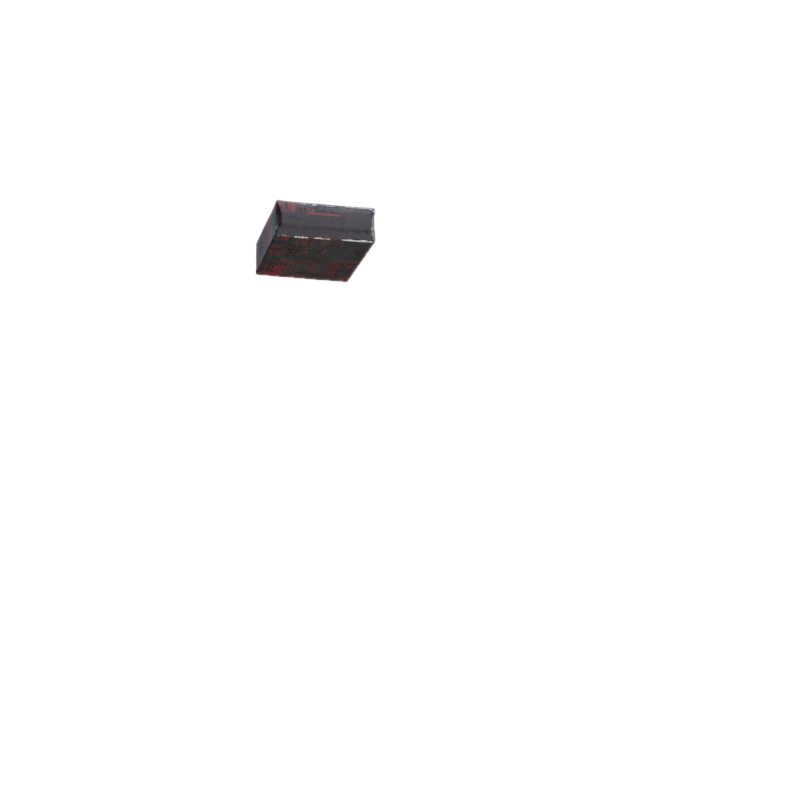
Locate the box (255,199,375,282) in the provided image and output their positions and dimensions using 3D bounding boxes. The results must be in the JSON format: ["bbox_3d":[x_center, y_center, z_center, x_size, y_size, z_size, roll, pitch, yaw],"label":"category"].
[{"bbox_3d":[-0.064,-0.116,0.815,0.072,0.031,0.087,4,-16,-14],"label":"box"}]
